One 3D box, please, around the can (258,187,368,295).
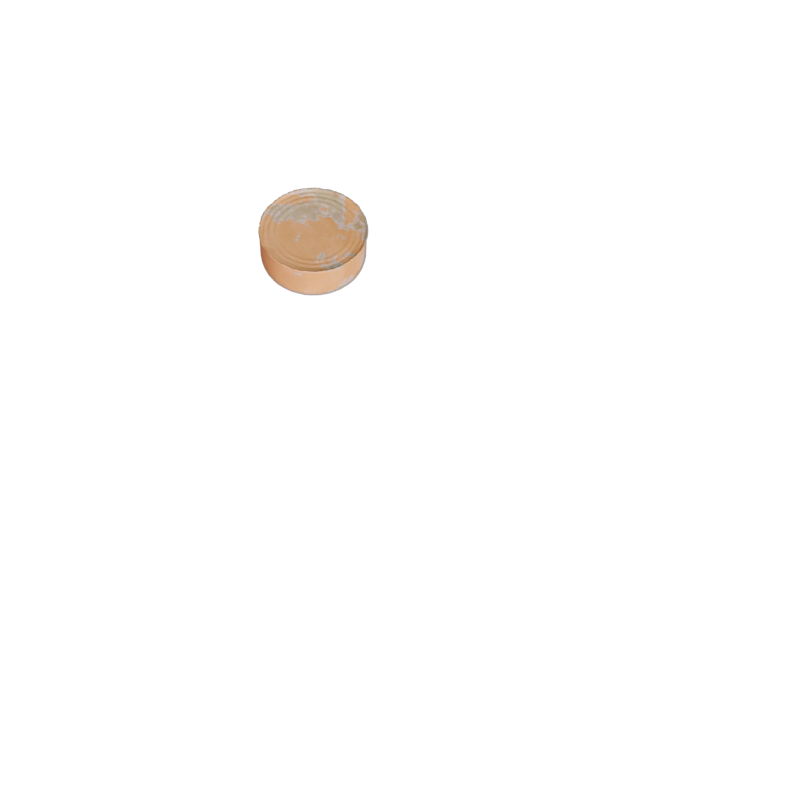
[{"bbox_3d":[-0.069,-0.125,0.876,0.086,0.092,0.031,-1,-36,-1],"label":"can"}]
